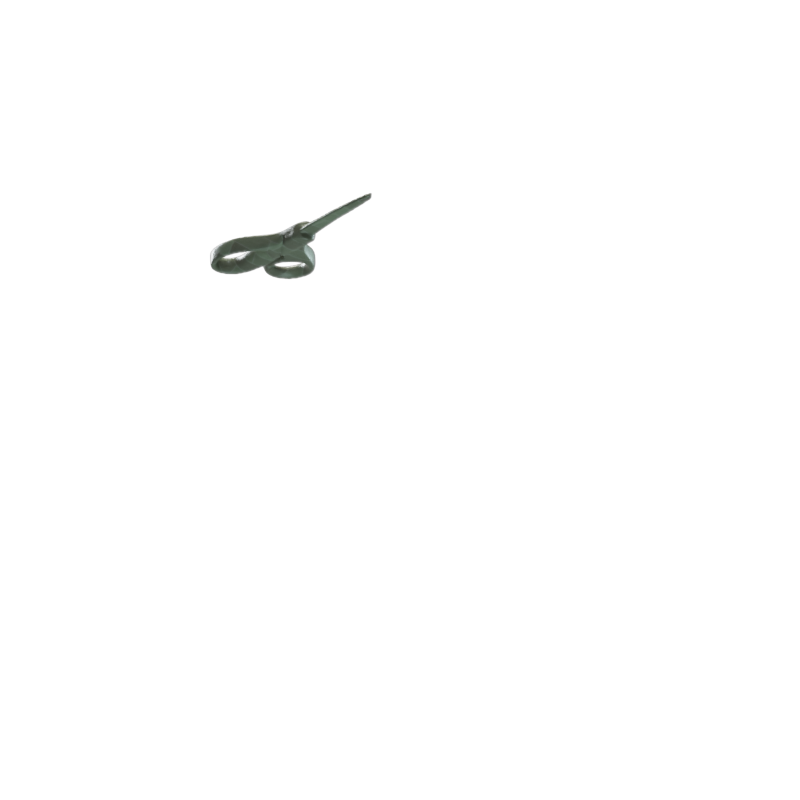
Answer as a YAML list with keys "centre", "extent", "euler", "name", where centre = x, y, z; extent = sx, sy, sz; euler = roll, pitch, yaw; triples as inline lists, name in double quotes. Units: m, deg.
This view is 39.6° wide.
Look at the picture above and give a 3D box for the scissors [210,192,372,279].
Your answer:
- centre: [-0.069, -0.126, 0.886]
  extent: [0.206, 0.016, 0.091]
  euler: [-10, -15, 41]
  name: "scissors"
